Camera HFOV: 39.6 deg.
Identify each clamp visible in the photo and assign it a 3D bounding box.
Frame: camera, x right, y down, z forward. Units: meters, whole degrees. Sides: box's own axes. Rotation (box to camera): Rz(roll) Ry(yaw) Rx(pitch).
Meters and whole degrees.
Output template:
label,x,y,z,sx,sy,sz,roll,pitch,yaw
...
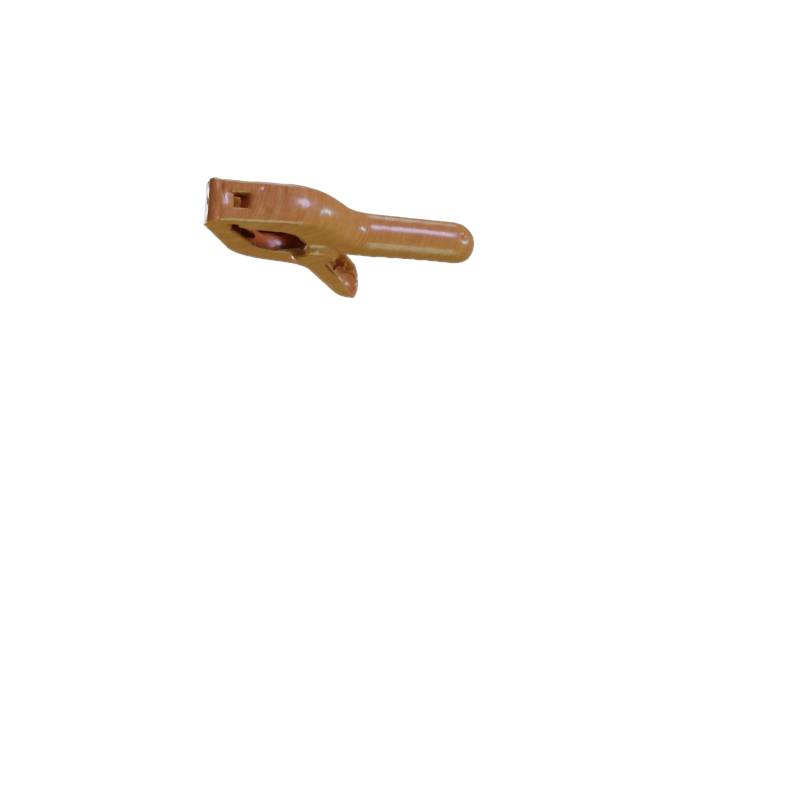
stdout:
label,x,y,z,sx,sy,sz,roll,pitch,yaw
clamp,-0.054,-0.099,0.691,0.163,0.041,0.119,13,-24,-31
